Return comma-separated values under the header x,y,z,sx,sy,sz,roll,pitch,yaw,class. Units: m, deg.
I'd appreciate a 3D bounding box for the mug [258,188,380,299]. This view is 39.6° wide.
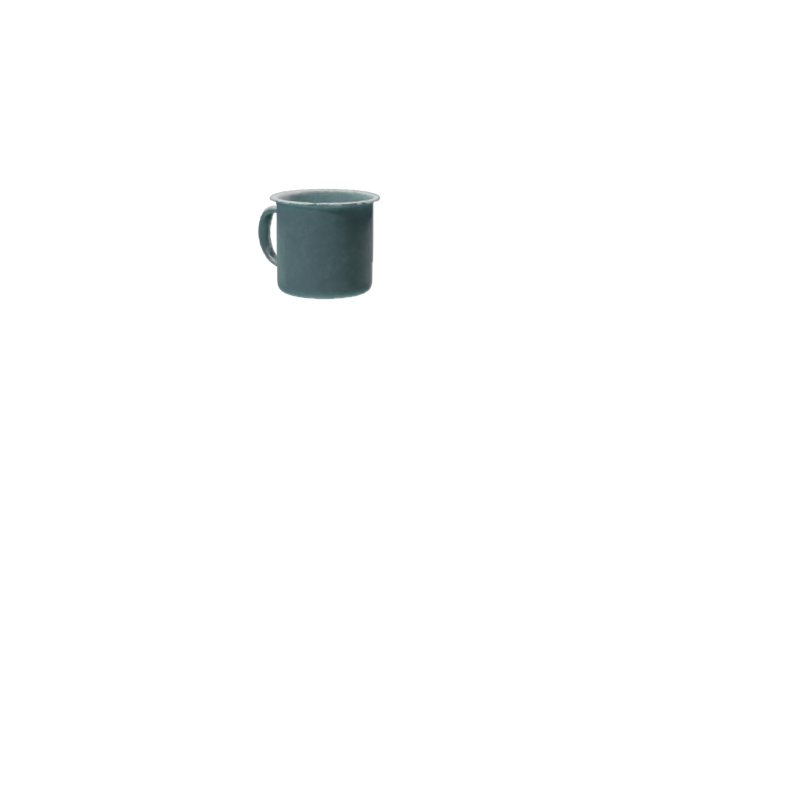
x,y,z,sx,sy,sz,roll,pitch,yaw,class
-0.074,-0.135,0.946,0.122,0.079,0.092,10,18,32,mug
